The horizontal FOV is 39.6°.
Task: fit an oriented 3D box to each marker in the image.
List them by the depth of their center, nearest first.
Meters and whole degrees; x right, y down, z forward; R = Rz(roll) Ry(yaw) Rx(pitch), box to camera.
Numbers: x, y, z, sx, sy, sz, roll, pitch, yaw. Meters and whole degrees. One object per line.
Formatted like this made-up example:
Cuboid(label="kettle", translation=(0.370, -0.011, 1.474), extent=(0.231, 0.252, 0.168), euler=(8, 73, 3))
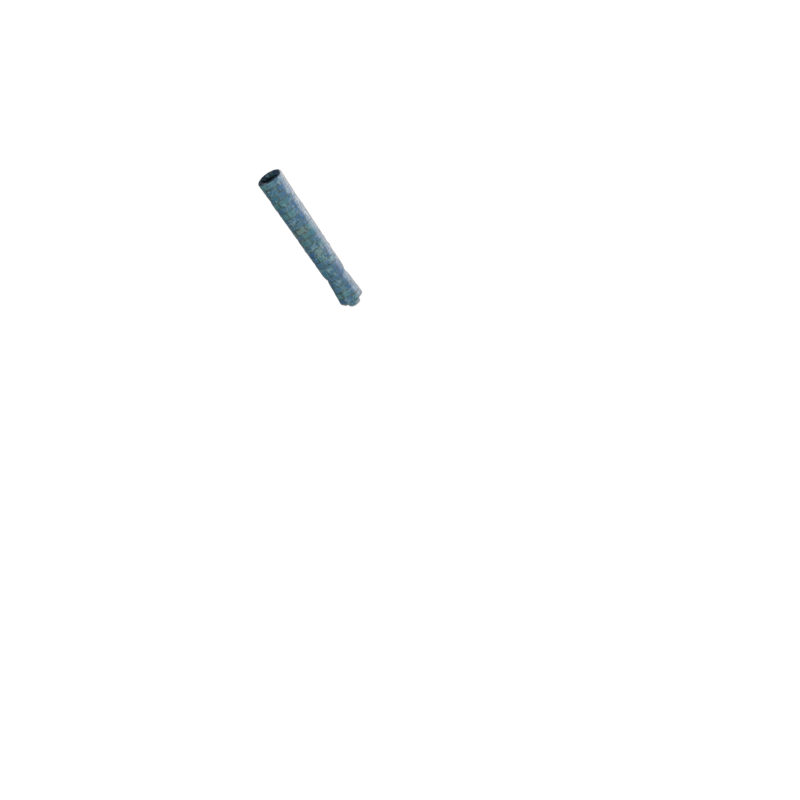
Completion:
Cuboid(label="marker", translation=(-0.063, -0.114, 0.800), extent=(0.020, 0.114, 0.021), euler=(-28, 27, 15))
